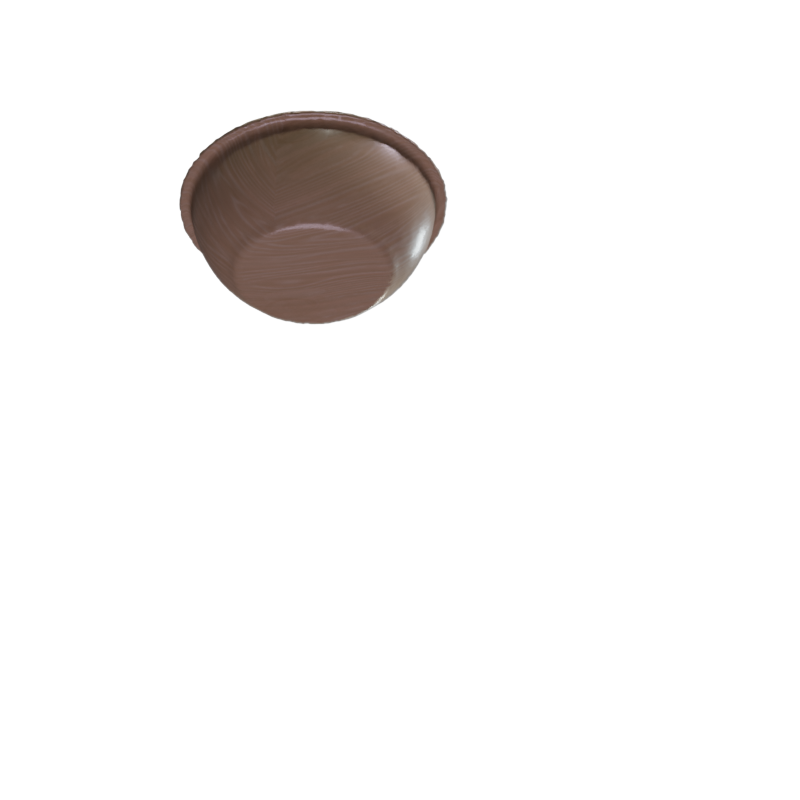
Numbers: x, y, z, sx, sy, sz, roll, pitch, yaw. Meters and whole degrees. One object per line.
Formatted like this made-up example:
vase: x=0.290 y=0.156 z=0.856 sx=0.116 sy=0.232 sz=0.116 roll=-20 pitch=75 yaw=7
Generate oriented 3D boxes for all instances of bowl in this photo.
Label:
bowl: x=-0.051 y=-0.093 z=0.654 sx=0.162 sy=0.059 sz=0.151 roll=1 pitch=-36 yaw=-2
